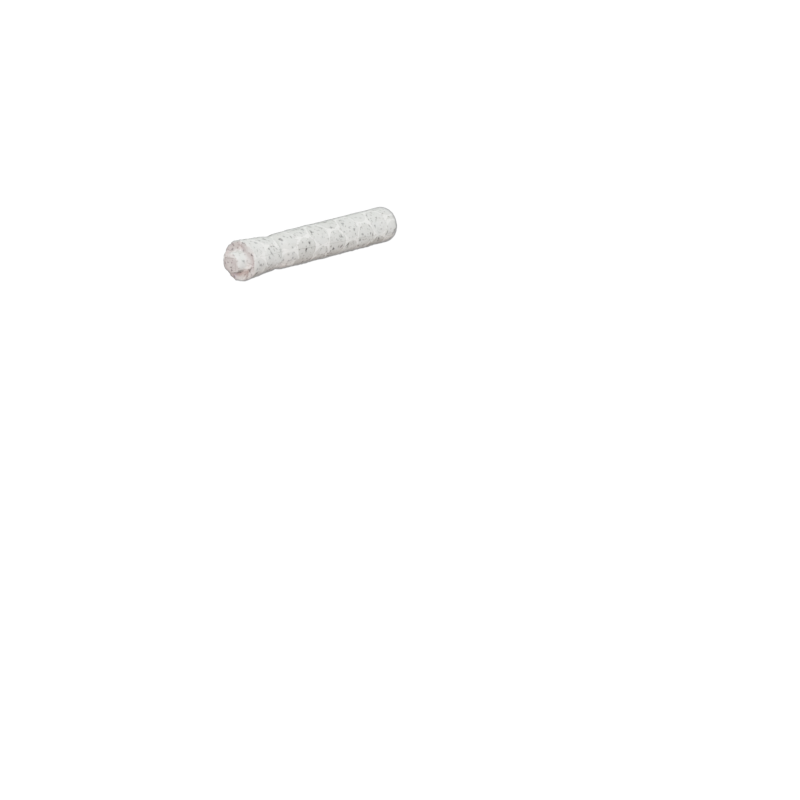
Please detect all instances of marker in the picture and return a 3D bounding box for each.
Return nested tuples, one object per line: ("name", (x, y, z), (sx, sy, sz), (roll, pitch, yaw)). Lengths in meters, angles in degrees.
("marker", (-0.042, -0.076, 0.534), (0.020, 0.019, 0.119), (3, 17, 34))
